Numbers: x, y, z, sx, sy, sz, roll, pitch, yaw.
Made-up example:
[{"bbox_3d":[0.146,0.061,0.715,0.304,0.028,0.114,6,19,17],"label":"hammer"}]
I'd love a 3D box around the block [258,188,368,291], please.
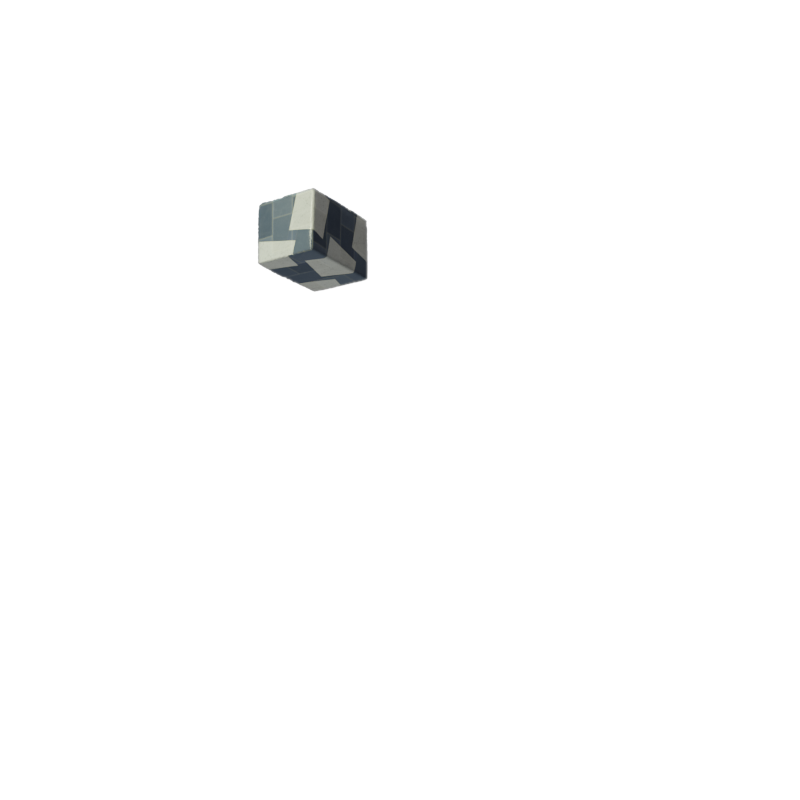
[{"bbox_3d":[-0.067,-0.122,0.856,0.054,0.054,0.073,-12,-21,30],"label":"block"}]
